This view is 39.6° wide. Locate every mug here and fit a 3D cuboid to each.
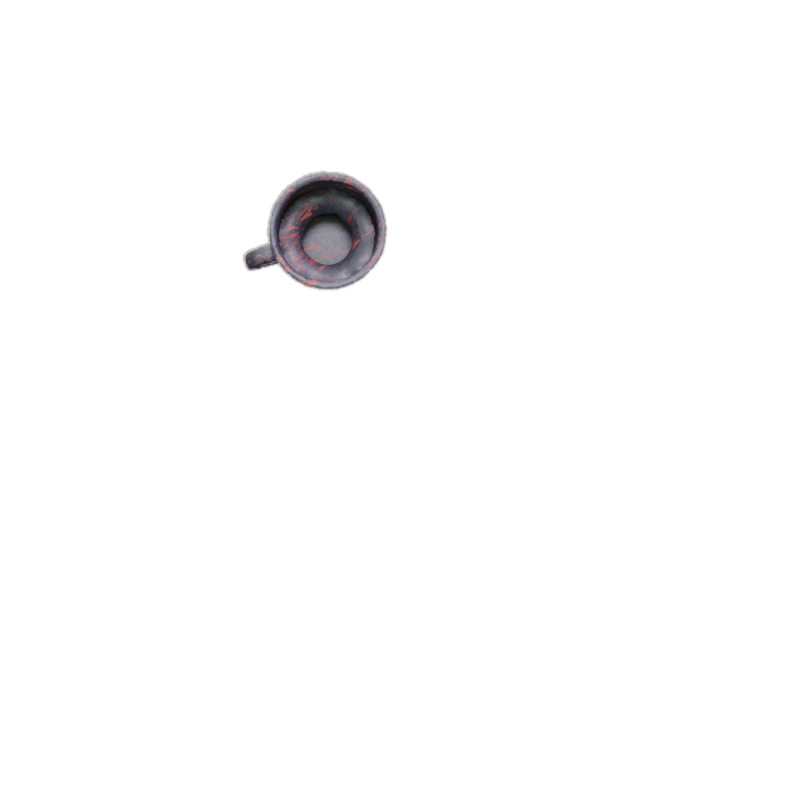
[{"bbox_3d":[-0.071,-0.130,0.912,0.117,0.094,0.081,-22,-2,-3],"label":"mug"}]
